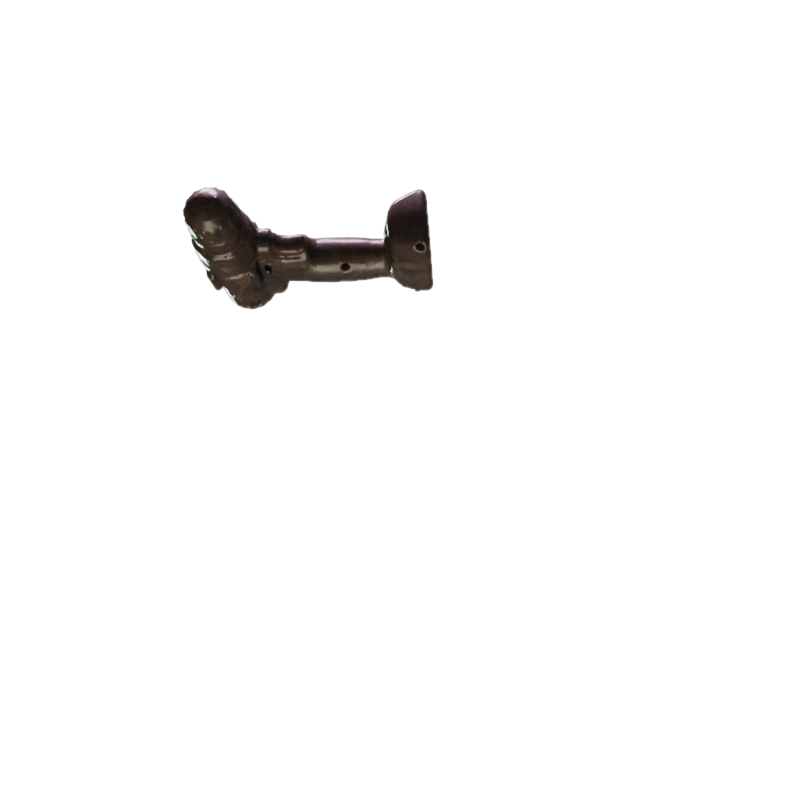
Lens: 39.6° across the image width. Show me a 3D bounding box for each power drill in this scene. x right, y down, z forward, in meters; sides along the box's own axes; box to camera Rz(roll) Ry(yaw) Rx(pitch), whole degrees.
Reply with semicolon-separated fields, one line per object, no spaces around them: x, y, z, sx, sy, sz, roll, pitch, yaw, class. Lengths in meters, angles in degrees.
-0.070;-0.127;0.890;0.189;0.060;0.175;-2;-15;7;power drill
